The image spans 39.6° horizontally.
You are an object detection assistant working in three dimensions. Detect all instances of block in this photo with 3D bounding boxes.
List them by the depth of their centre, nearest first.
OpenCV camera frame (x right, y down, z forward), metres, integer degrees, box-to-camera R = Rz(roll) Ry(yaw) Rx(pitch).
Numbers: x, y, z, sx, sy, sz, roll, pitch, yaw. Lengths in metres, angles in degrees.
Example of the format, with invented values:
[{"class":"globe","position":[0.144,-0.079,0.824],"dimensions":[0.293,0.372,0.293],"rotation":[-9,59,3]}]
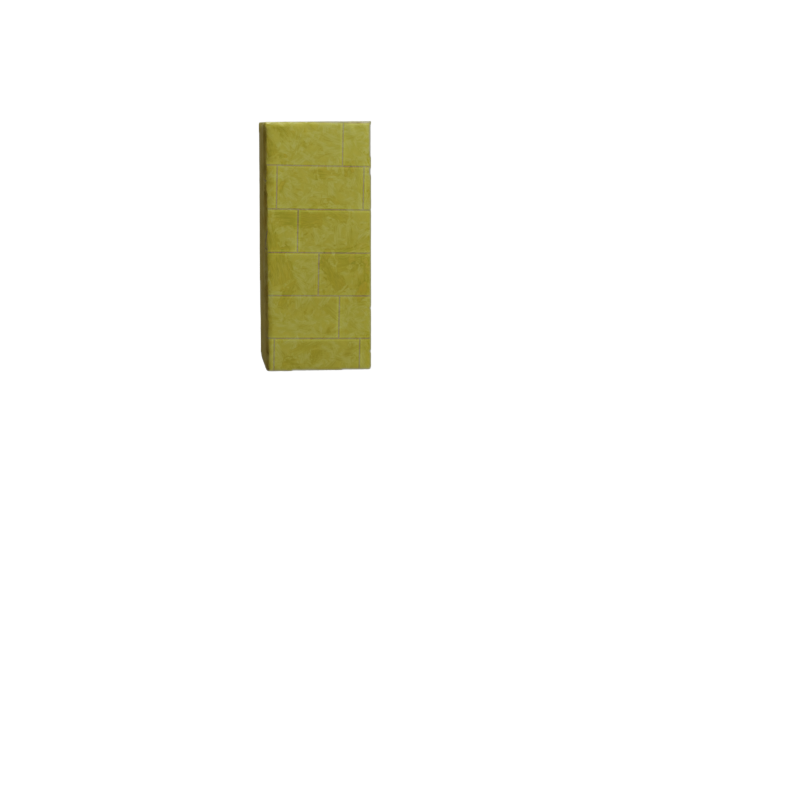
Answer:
[{"class":"block","position":[-0.075,-0.136,0.952],"dimensions":[0.090,0.203,0.092],"rotation":[-1,7,-8]}]
